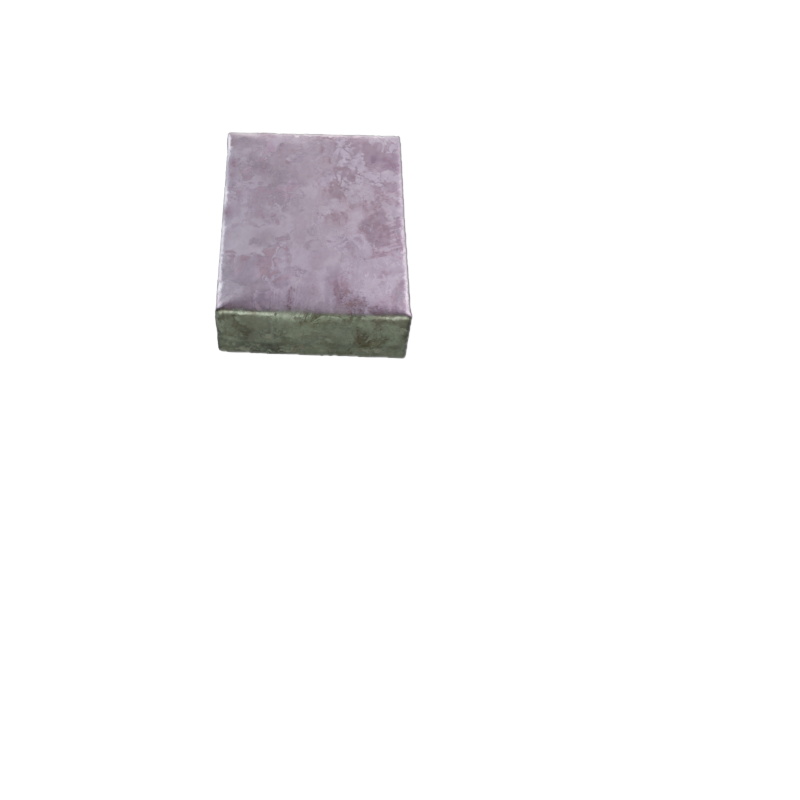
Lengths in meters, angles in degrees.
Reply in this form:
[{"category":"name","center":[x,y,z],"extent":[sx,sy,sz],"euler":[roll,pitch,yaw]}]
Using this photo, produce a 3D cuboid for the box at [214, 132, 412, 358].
[{"category":"box","center":[-0.078,-0.142,0.994],"extent":[0.163,0.229,0.067],"euler":[0,-38,-3]}]
